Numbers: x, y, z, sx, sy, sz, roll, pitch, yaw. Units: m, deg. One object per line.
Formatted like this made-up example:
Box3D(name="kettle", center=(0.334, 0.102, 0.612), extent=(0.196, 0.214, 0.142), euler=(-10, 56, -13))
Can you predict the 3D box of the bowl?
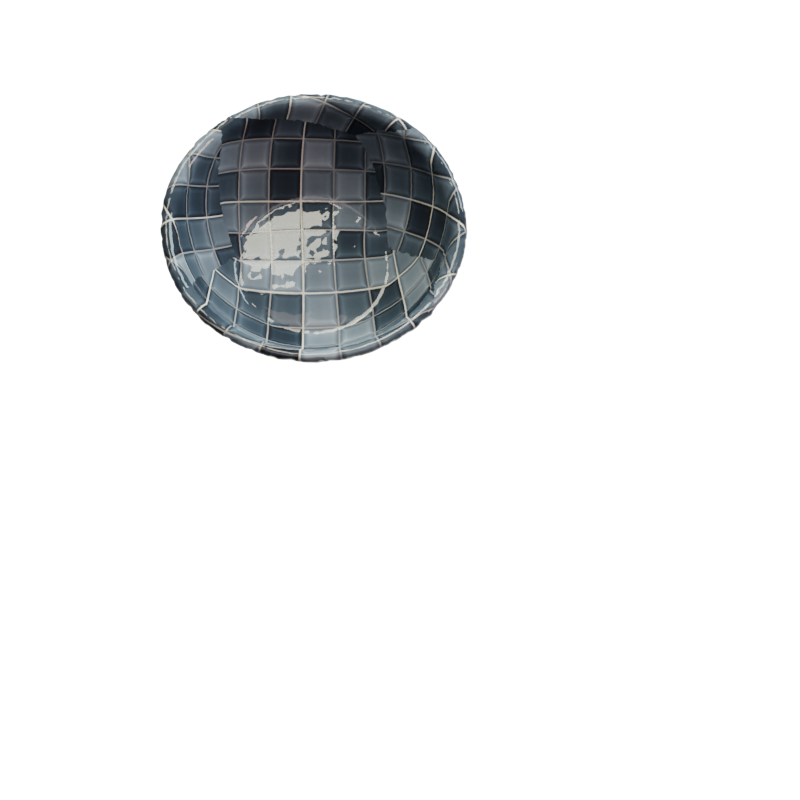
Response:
Box3D(name="bowl", center=(-0.048, -0.087, 0.608), extent=(0.162, 0.172, 0.052), euler=(-1, -26, -1))
